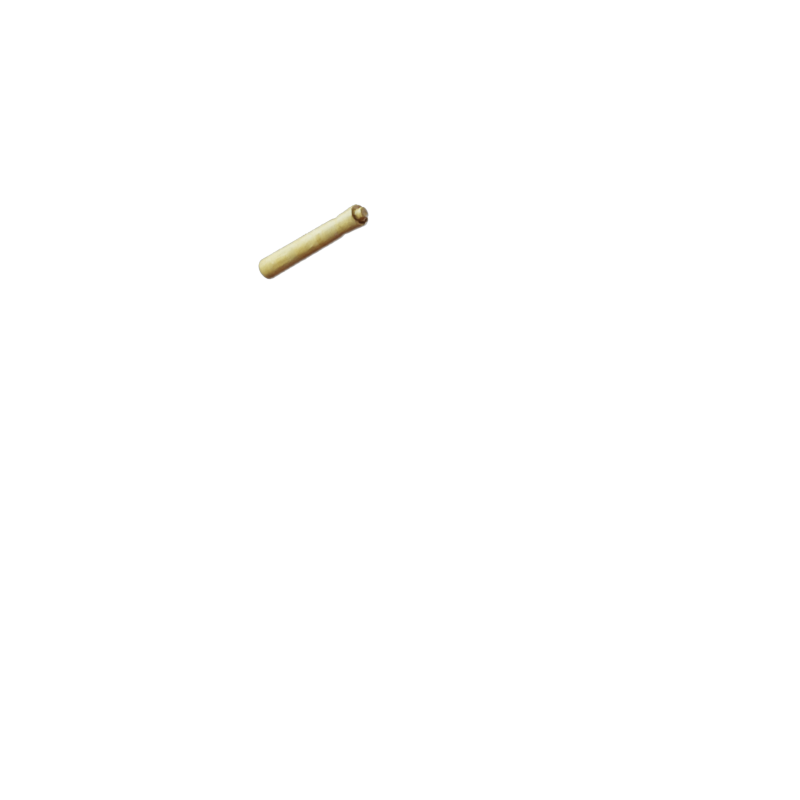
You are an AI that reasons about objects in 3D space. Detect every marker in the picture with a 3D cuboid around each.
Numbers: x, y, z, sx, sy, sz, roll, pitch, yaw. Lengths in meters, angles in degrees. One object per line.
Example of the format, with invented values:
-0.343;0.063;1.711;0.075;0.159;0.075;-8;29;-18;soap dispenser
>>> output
-0.071;-0.129;0.902;0.121;0.020;0.019;-23;-12;40;marker
